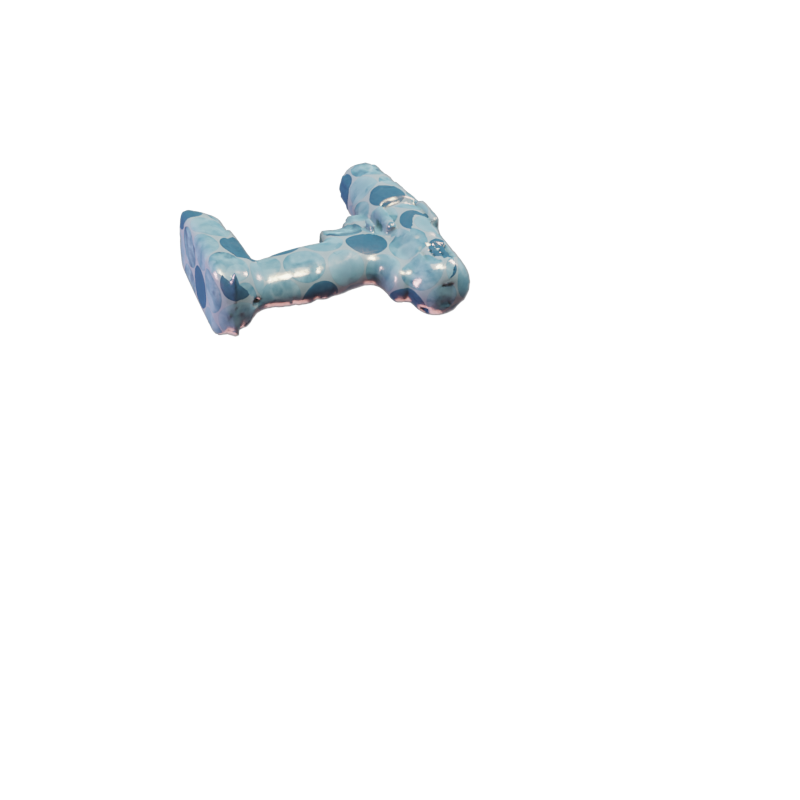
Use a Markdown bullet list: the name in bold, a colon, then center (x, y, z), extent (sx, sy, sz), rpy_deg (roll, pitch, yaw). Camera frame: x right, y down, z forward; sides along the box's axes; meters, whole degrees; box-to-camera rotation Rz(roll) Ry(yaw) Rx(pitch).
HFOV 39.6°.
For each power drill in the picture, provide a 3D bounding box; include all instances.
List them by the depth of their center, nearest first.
- **power drill**: center (-0.064, -0.117, 0.821), extent (0.185, 0.054, 0.199), rpy_deg (-12, 37, -17)
